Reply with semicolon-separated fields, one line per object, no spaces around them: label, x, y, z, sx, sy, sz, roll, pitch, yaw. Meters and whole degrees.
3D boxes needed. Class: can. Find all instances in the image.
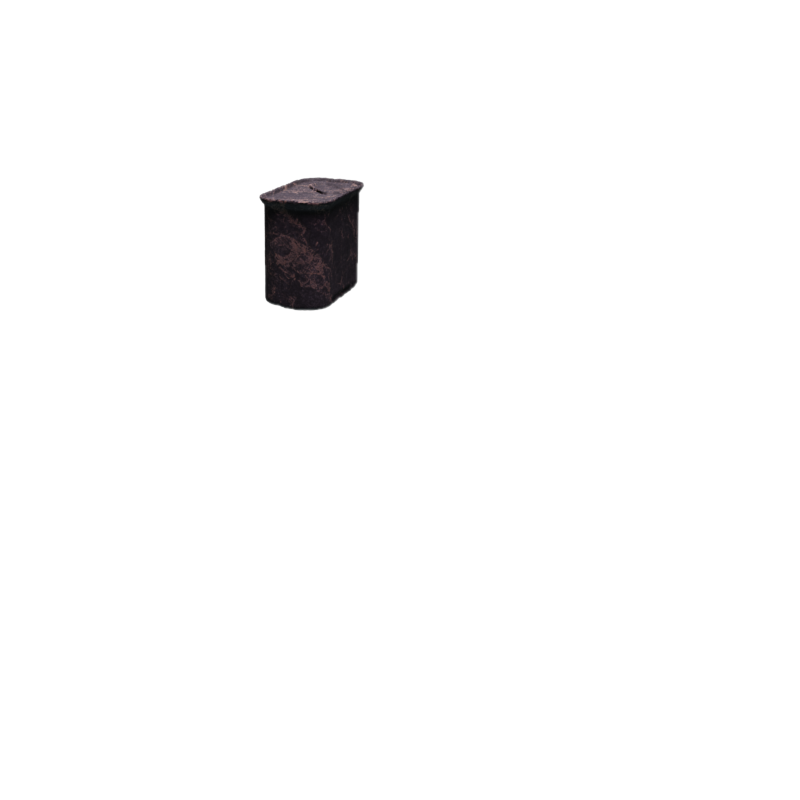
can;-0.067;-0.123;0.859;0.059;0.081;0.103;6;19;18
